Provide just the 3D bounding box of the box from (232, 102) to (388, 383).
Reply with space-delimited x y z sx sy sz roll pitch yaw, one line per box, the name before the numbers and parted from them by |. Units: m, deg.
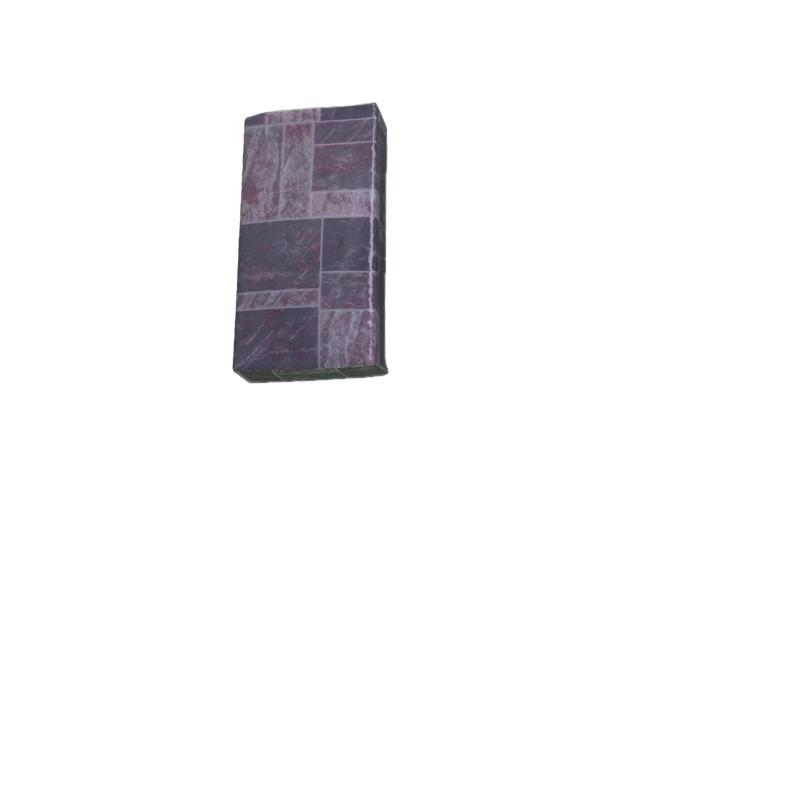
box | -0.056 -0.102 0.715 0.095 0.183 0.045 -4 -16 12
